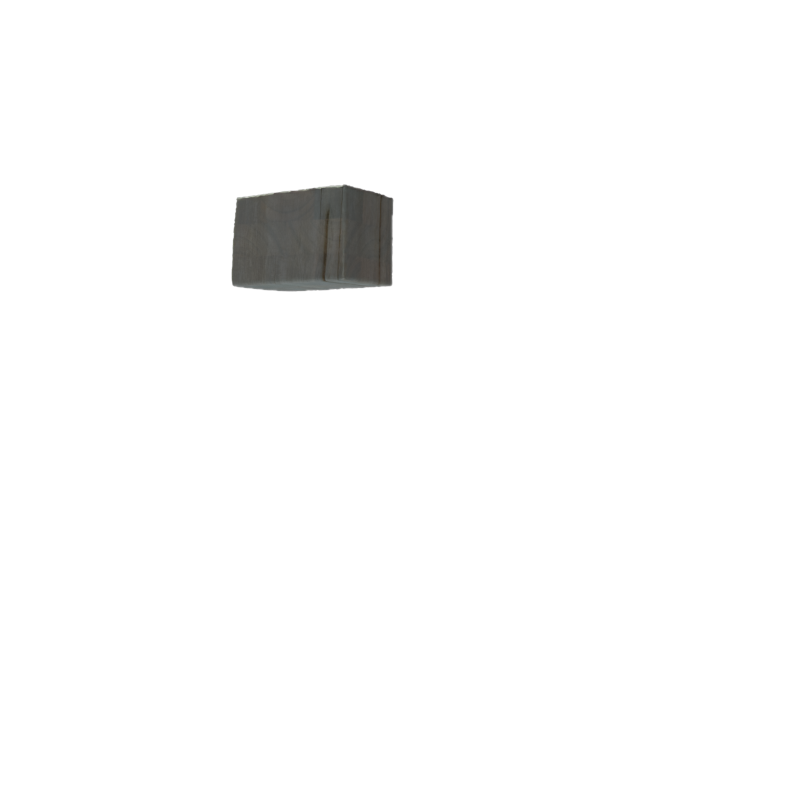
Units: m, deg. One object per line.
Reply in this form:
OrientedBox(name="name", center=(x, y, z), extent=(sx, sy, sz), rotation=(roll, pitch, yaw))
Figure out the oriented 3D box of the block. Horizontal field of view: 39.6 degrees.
OrientedBox(name="block", center=(-0.049, -0.090, 0.627), extent=(0.080, 0.052, 0.050), rotation=(-1, -3, 33))
